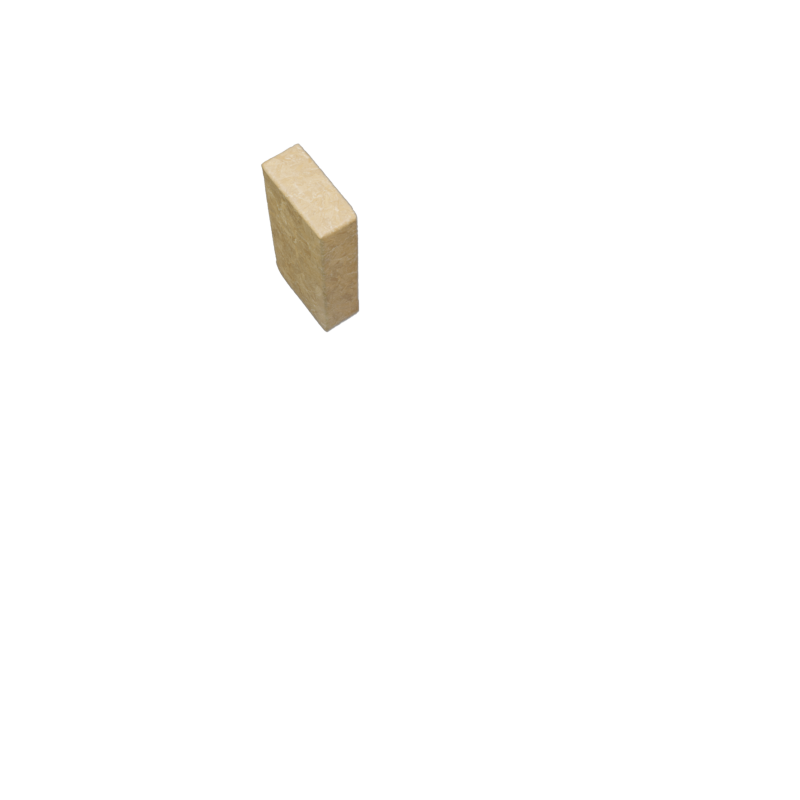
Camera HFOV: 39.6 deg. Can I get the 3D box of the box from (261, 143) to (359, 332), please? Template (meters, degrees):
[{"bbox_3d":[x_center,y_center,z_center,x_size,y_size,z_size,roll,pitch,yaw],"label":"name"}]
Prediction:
[{"bbox_3d":[-0.077,-0.142,0.993,0.048,0.099,0.166,-31,-20,-17],"label":"box"}]
